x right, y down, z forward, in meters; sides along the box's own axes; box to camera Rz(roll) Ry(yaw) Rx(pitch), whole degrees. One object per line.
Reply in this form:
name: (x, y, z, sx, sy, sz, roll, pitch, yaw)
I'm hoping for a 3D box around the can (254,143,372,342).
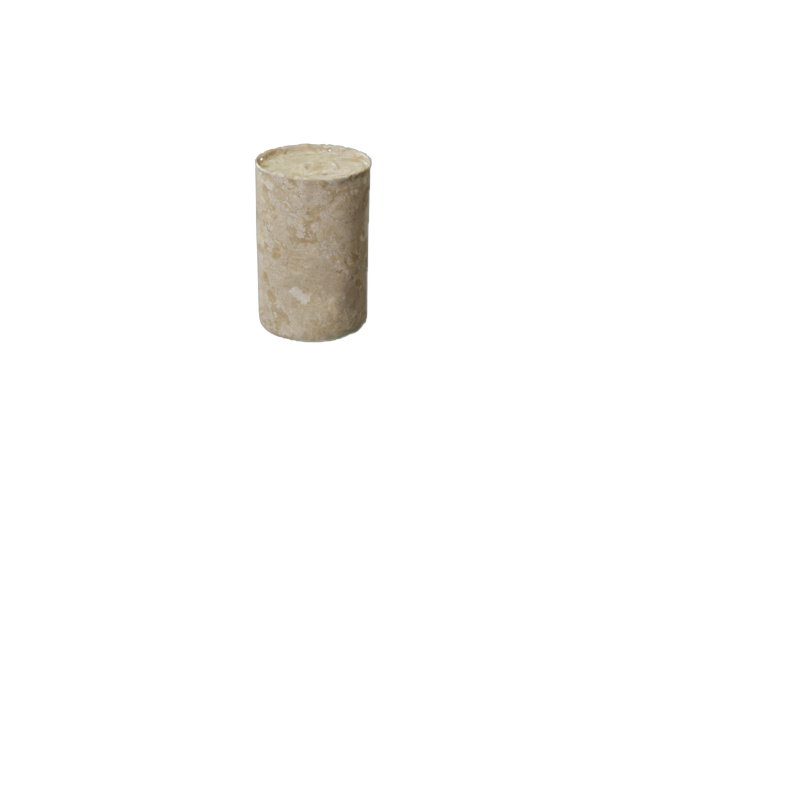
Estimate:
can: (-0.052, -0.094, 0.658, 0.068, 0.097, 0.072, 0, 24, -2)
